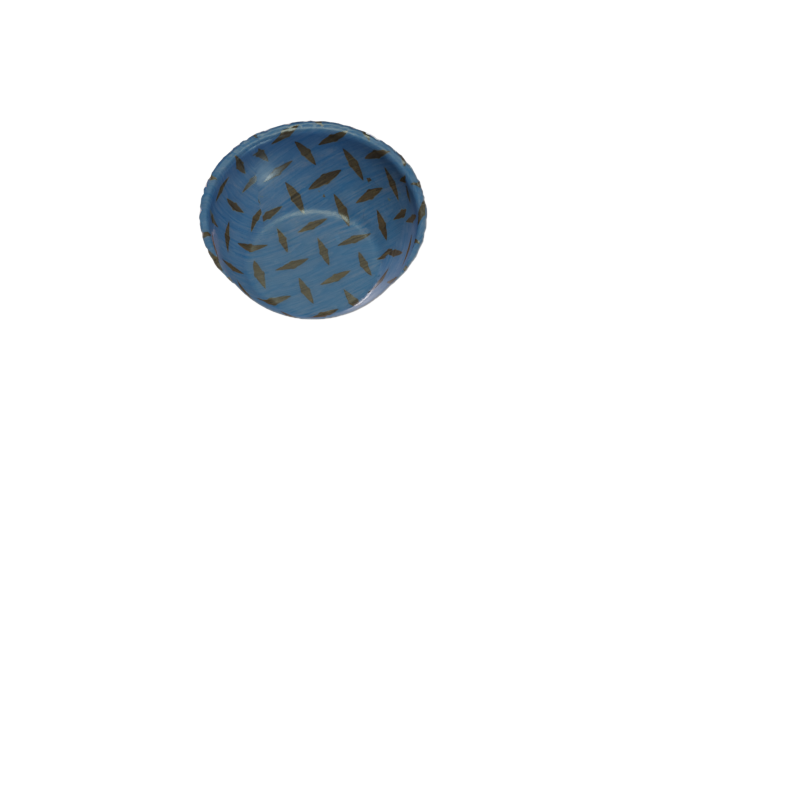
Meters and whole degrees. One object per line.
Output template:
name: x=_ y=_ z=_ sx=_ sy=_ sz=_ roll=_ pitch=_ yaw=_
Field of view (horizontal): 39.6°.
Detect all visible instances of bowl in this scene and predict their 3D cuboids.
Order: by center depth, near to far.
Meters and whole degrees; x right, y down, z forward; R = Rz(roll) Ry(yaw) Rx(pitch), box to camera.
bowl: x=-0.060 y=-0.109 z=0.766 sx=0.162 sy=0.151 sz=0.059 roll=1 pitch=39 yaw=-1
